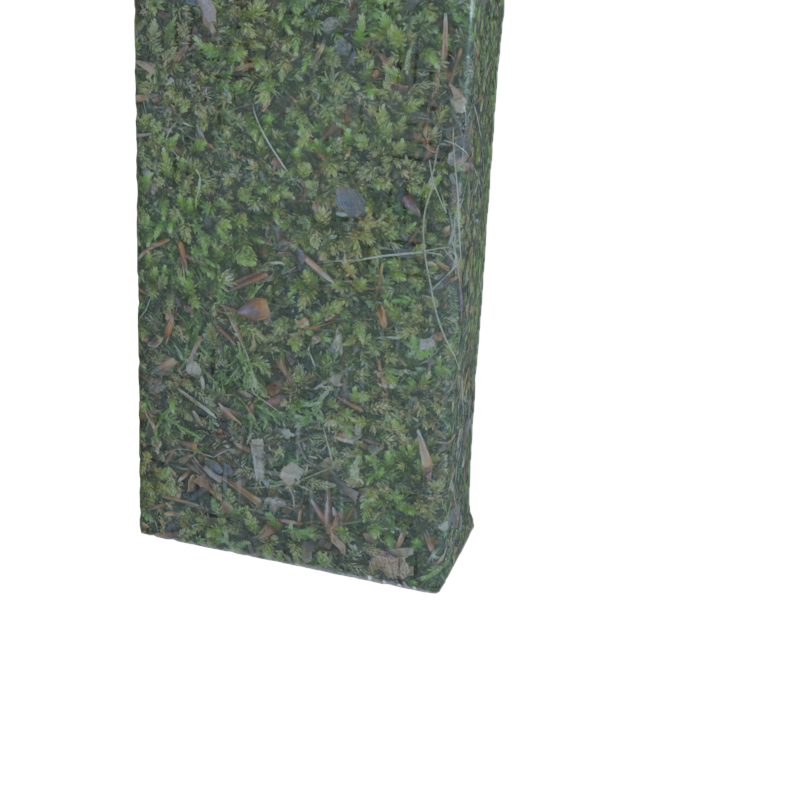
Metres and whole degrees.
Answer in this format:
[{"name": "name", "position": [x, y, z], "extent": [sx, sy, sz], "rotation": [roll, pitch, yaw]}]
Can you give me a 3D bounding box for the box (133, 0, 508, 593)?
[{"name": "box", "position": [-0.024, -0.043, 0.303], "extent": [0.096, 0.170, 0.049], "rotation": [7, 17, 17]}]
